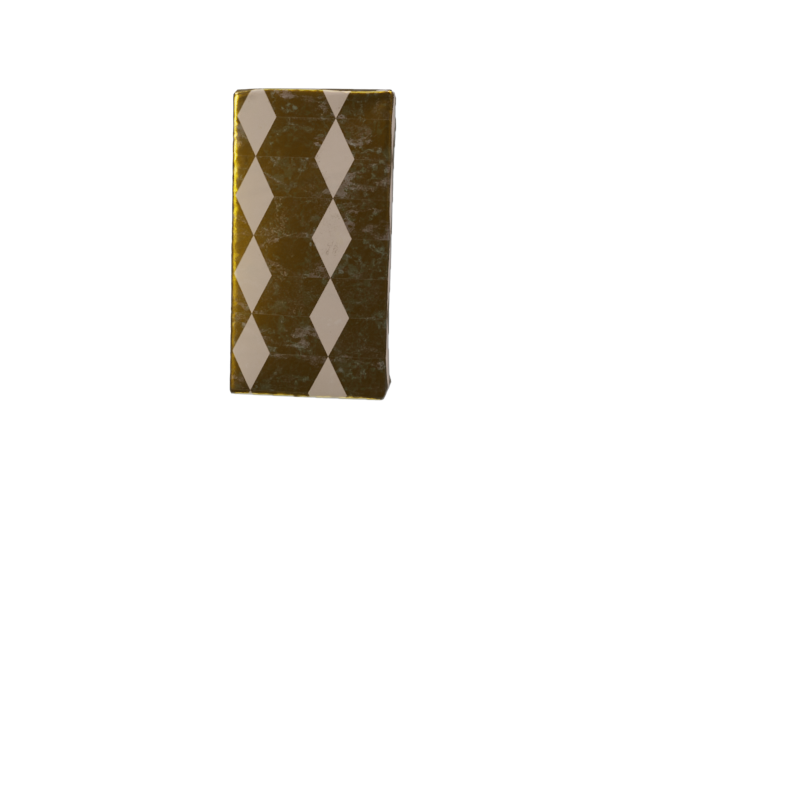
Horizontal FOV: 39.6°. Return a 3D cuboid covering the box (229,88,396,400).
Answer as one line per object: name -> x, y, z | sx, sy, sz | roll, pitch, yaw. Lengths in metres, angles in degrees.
box -> -0.051, -0.092, 0.643 | 0.094, 0.173, 0.048 | 1, 8, 6
